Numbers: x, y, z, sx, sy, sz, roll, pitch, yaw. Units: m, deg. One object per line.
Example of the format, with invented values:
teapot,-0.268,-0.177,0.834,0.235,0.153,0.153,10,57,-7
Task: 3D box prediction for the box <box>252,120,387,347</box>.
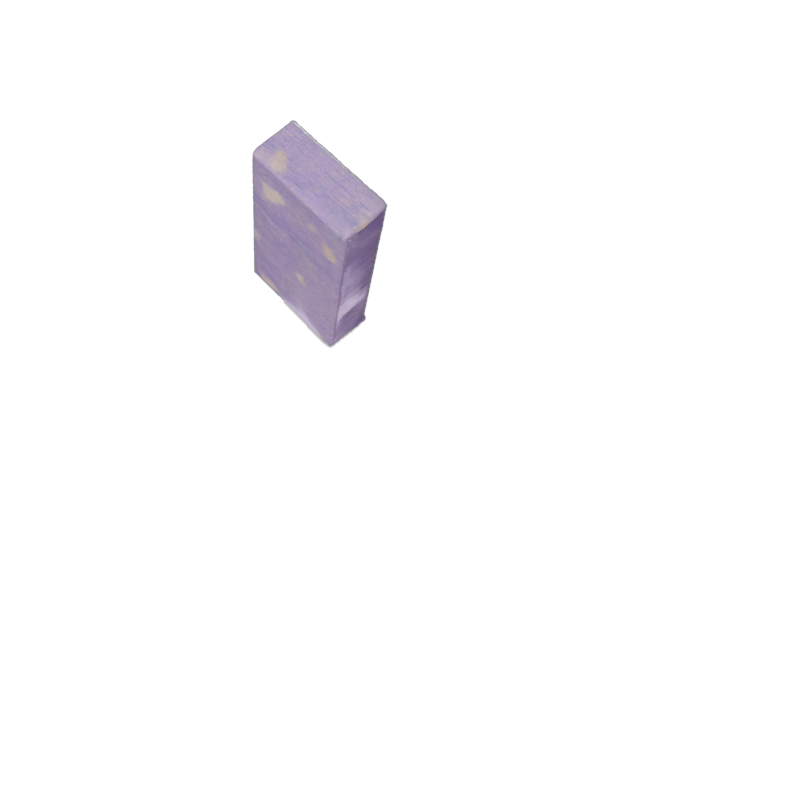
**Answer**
box,-0.063,-0.113,0.795,0.048,0.097,0.167,-41,-14,-17
